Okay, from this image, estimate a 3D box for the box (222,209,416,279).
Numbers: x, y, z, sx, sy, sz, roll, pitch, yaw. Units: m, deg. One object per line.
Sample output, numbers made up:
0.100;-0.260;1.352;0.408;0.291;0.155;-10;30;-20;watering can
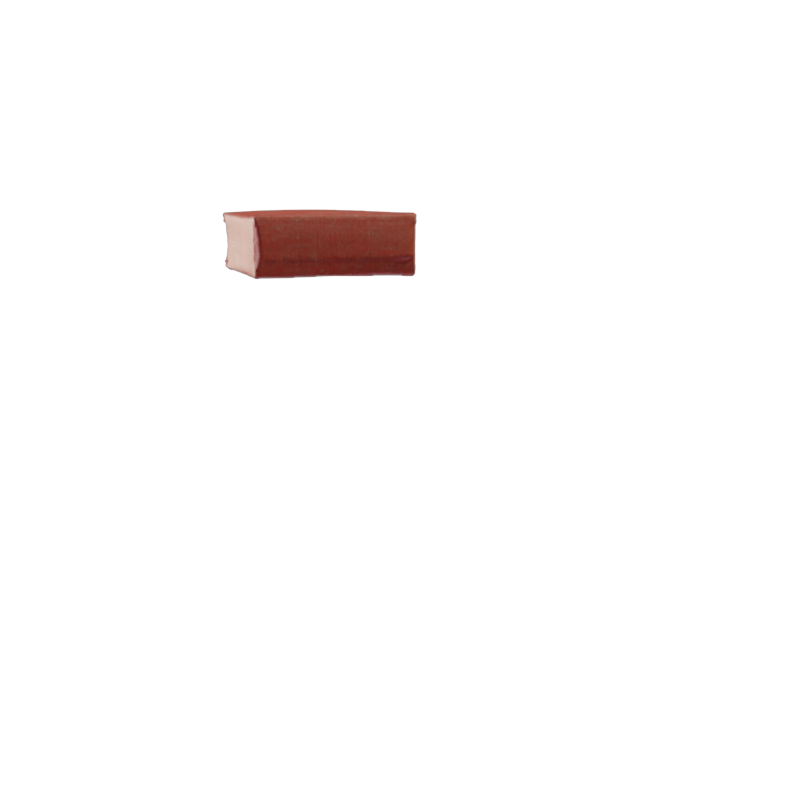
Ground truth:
-0.050;-0.091;0.635;0.088;0.039;0.117;-2;8;-16;box
